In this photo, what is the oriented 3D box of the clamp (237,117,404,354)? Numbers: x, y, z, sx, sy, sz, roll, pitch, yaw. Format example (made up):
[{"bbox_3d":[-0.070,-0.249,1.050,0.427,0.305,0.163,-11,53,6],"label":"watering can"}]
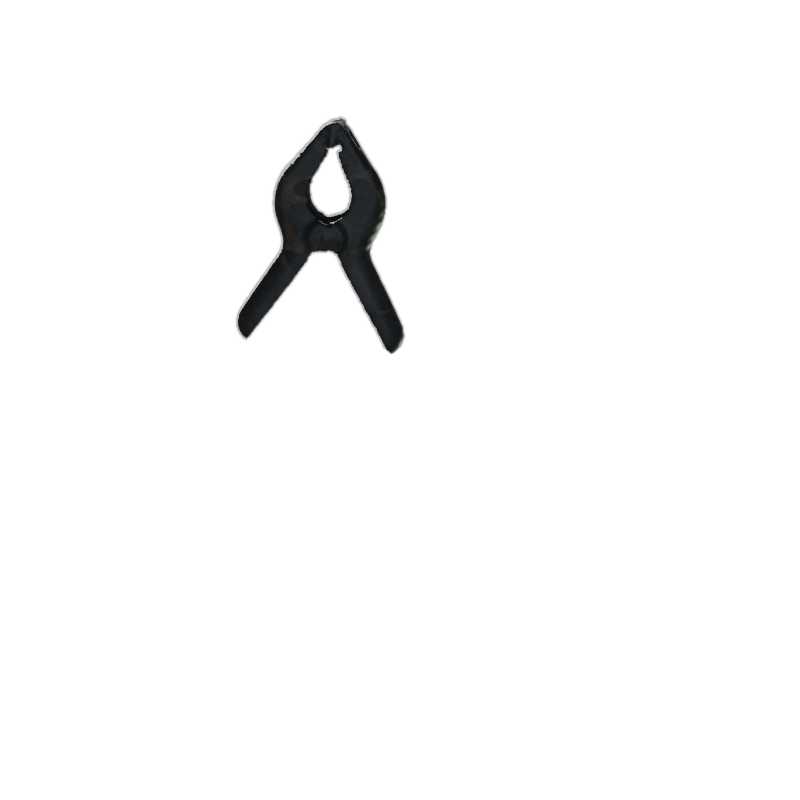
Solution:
[{"bbox_3d":[-0.062,-0.113,0.790,0.120,0.167,0.040,-4,11,0],"label":"clamp"}]
